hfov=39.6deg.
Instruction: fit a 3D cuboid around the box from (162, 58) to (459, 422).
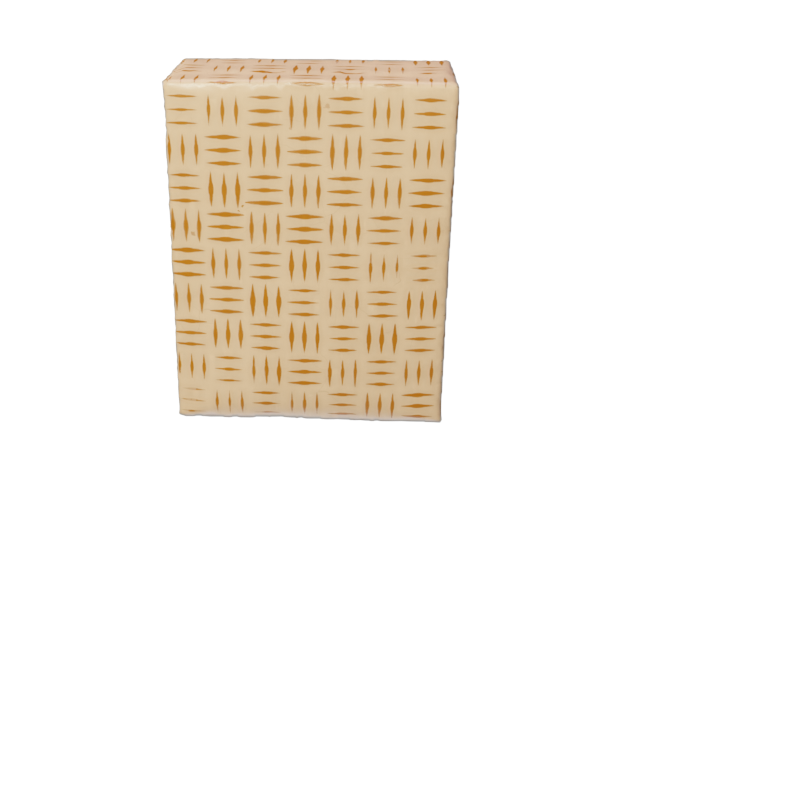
[{"bbox_3d":[-0.052,-0.095,0.668,0.165,0.203,0.075,2,24,2],"label":"box"}]
